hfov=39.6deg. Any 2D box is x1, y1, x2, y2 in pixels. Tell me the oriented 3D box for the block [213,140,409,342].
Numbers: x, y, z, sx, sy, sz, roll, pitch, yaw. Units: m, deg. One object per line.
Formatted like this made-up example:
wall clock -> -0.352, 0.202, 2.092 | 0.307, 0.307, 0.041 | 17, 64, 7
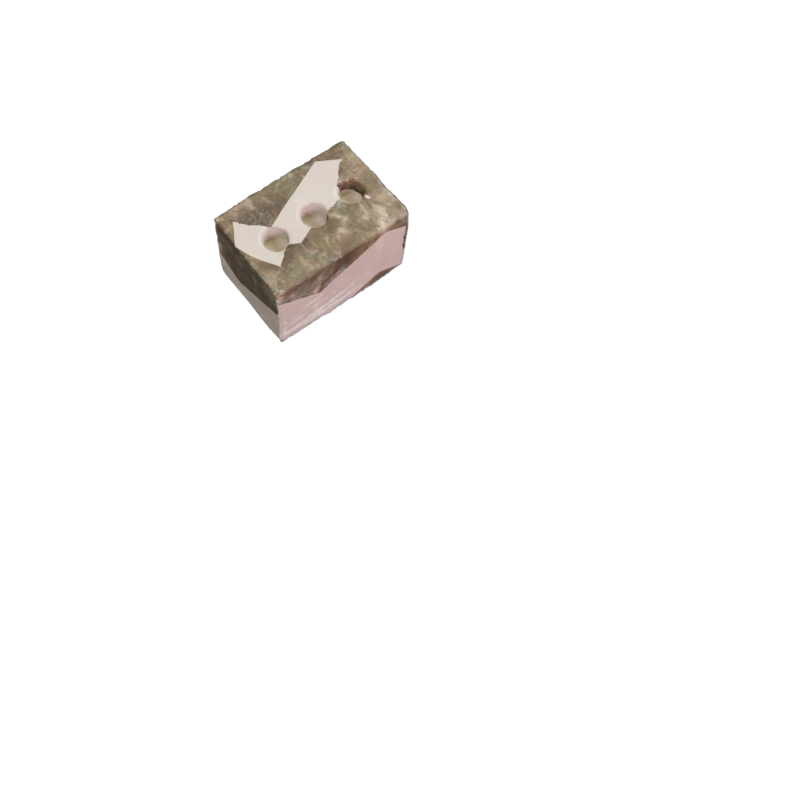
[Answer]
block -> -0.042, -0.076, 0.533 | 0.078, 0.056, 0.048 | -35, -20, -18
